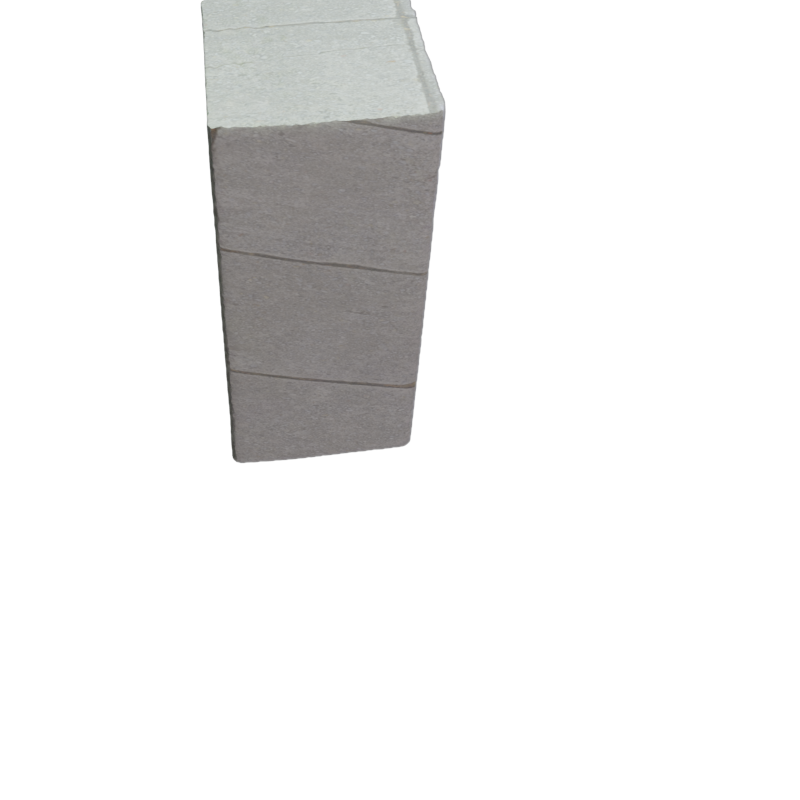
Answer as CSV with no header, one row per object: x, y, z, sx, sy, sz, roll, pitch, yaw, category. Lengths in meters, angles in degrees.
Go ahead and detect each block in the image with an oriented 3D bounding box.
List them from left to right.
-0.039,-0.072,0.504,0.089,0.098,0.192,-4,-42,-8,block
